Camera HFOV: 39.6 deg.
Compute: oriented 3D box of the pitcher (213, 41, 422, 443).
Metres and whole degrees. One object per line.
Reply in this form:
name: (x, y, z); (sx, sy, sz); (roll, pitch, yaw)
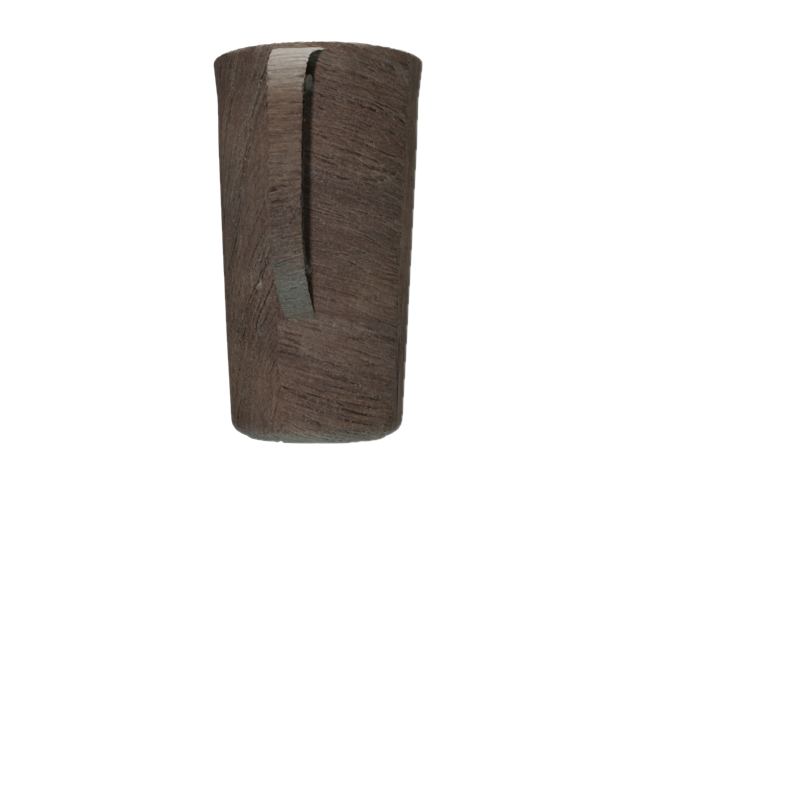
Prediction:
pitcher: (-0.054, -0.099, 0.692); (0.143, 0.245, 0.150); (1, -2, -38)
